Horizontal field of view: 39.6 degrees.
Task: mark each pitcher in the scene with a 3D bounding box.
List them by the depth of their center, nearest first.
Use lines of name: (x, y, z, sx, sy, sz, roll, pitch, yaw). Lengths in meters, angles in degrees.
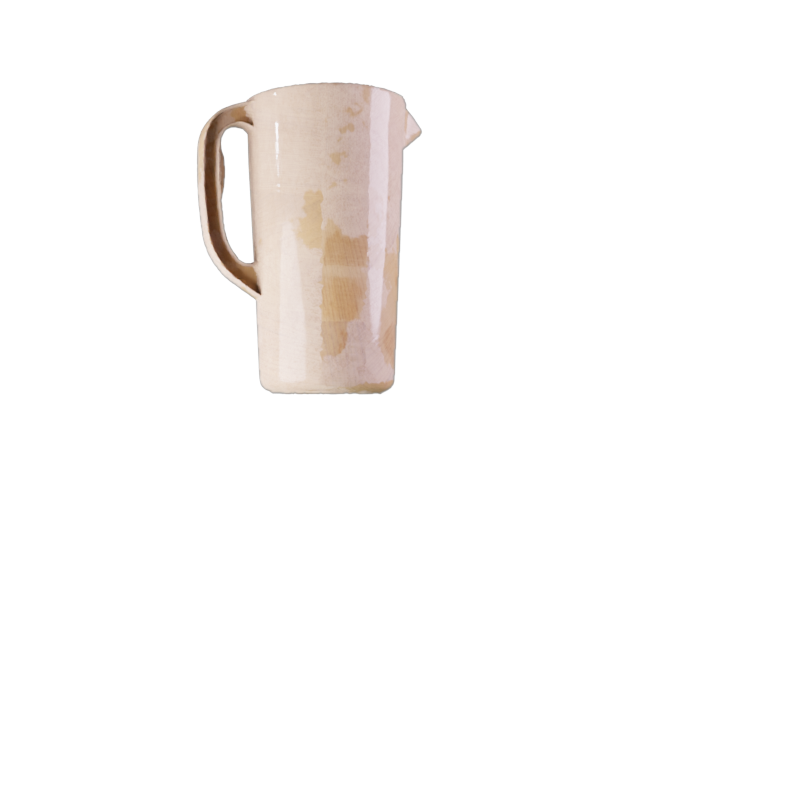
pitcher: (-0.070, -0.128, 0.894, 0.153, 0.248, 0.139, -3, -7, 23)
